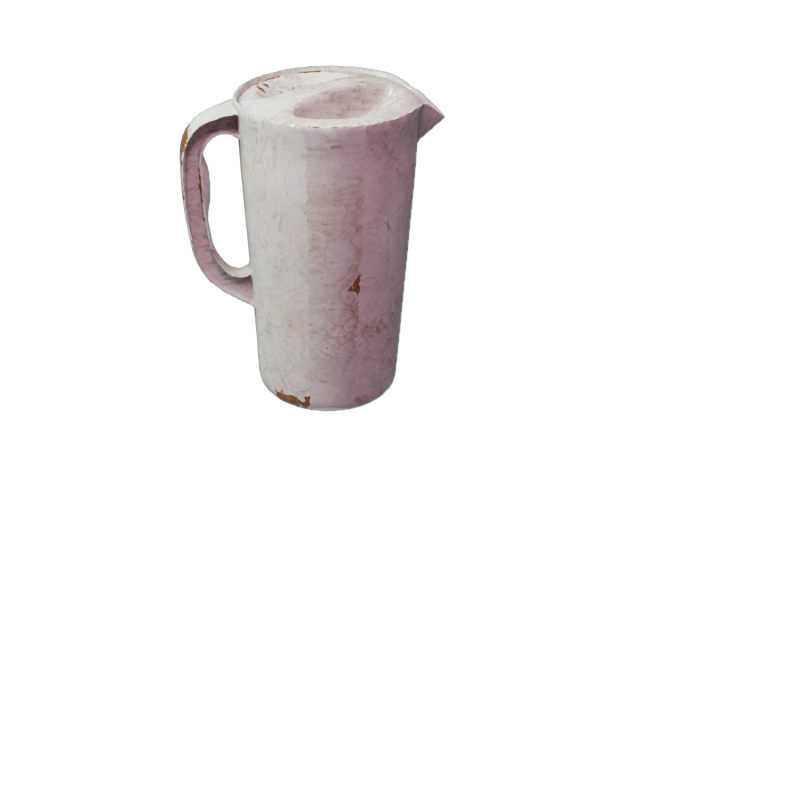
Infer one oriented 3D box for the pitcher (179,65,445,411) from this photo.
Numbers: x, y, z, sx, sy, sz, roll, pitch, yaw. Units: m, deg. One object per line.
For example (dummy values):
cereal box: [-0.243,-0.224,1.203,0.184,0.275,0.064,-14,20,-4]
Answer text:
pitcher: [-0.064,-0.117,0.822,0.157,0.229,0.146,19,33,28]
